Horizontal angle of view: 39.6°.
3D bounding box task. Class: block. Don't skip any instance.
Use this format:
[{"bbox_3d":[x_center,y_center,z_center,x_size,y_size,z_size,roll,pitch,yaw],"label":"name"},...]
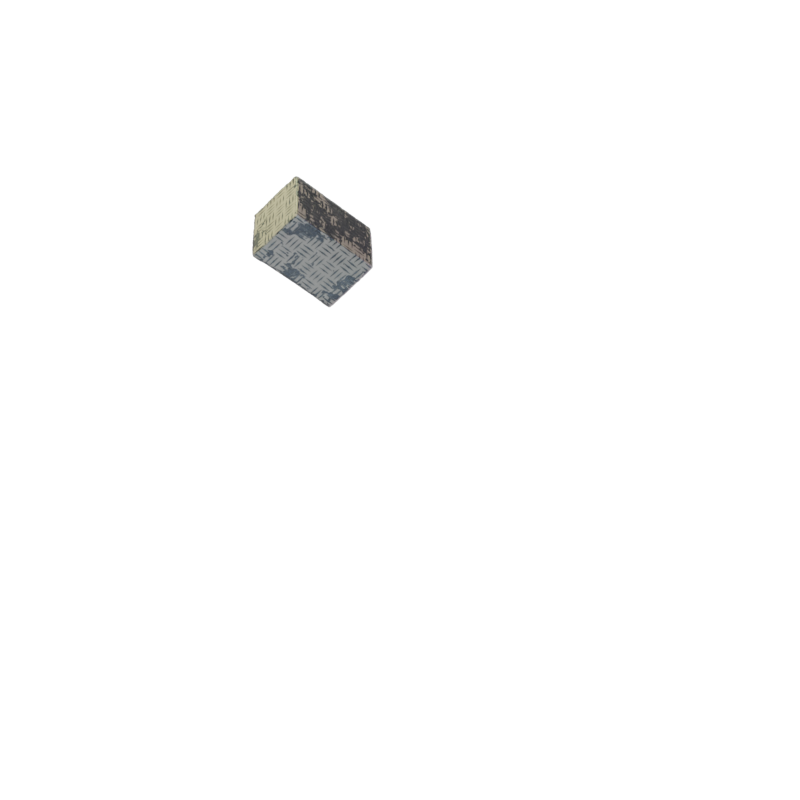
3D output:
[{"bbox_3d":[-0.066,-0.120,0.839,0.074,0.055,0.052,34,-59,-26],"label":"block"}]
